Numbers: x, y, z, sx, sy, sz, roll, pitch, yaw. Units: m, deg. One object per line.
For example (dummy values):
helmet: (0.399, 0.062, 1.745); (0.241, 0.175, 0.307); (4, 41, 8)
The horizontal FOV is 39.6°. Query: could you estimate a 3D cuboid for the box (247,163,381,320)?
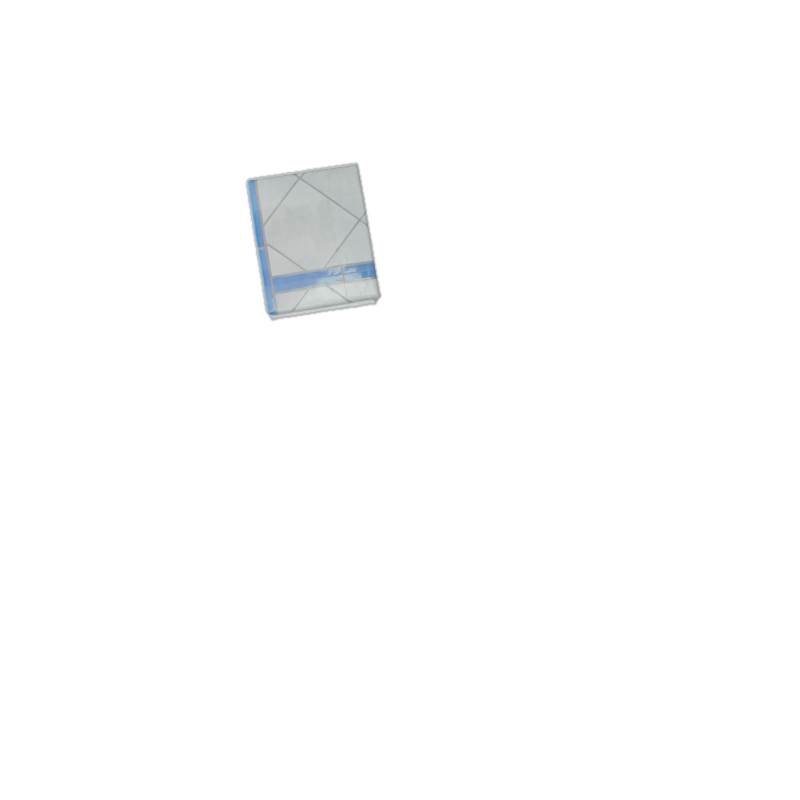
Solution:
box: (-0.069, -0.126, 0.883); (0.090, 0.117, 0.038); (-9, -10, -2)
